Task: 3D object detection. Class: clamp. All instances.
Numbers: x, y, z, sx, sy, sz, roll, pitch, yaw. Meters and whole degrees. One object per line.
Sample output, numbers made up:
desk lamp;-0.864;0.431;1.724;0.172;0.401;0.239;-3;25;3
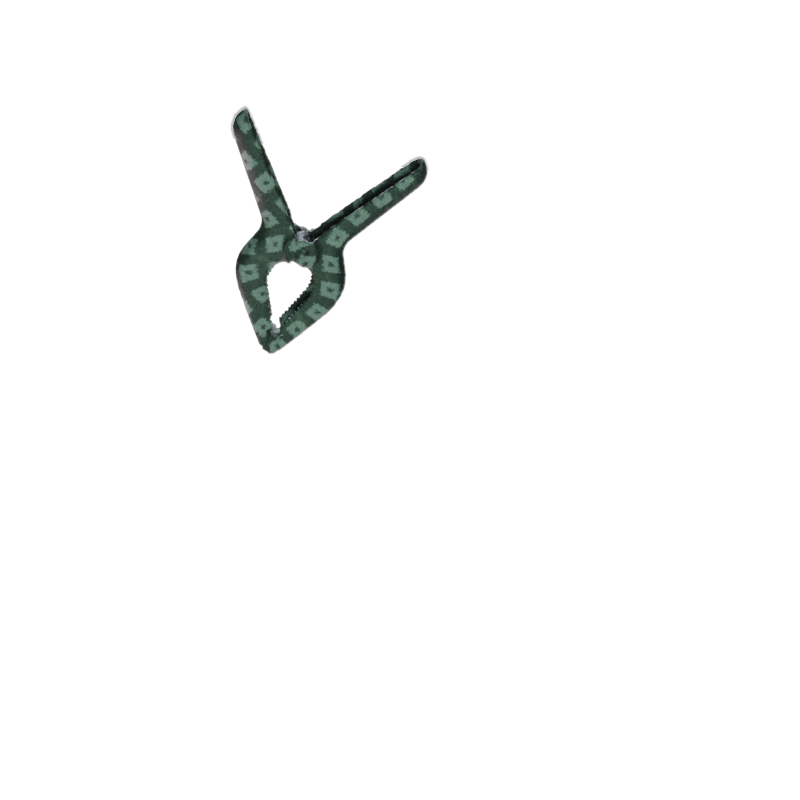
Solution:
clamp;-0.074;-0.134;0.940;0.163;0.201;0.038;10;23;-5
